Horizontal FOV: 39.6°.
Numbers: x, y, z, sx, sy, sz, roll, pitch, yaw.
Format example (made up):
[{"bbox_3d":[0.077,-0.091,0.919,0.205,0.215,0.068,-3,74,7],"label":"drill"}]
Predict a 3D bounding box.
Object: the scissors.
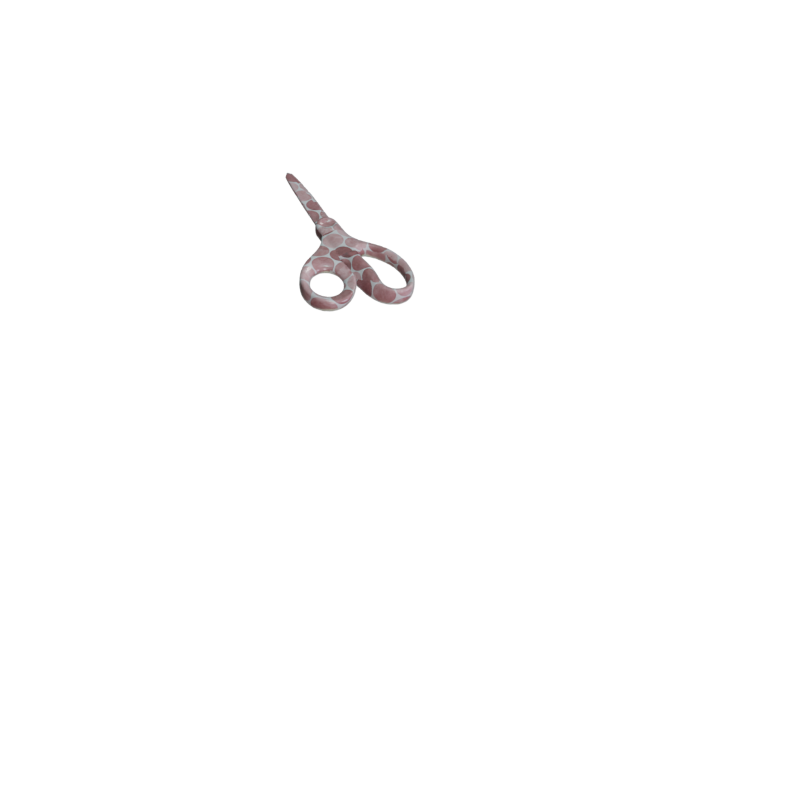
[{"bbox_3d":[-0.070,-0.128,0.899,0.096,0.015,0.217,-25,45,-28],"label":"scissors"}]
